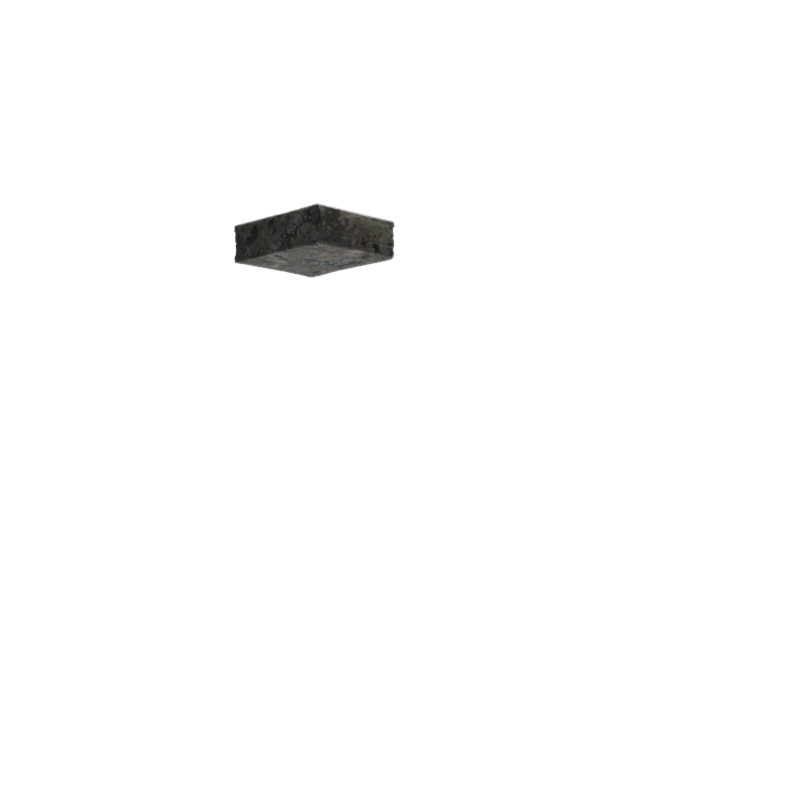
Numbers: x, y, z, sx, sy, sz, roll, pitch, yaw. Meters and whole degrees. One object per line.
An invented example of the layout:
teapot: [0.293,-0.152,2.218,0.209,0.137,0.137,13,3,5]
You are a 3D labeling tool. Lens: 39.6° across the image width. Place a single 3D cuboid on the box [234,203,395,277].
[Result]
box: [-0.075,-0.136,0.954,0.085,0.040,0.116,8,-11,-44]
